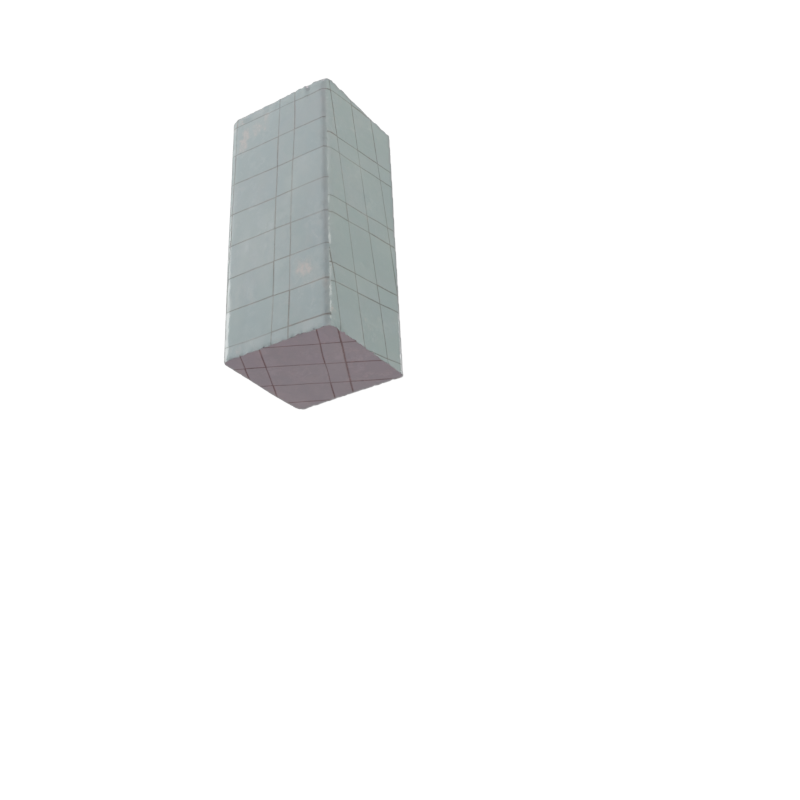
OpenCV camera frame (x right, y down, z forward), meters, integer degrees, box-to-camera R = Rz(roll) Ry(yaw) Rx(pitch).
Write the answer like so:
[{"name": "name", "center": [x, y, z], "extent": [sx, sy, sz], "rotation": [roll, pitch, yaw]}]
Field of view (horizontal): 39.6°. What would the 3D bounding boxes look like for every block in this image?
[{"name": "block", "center": [-0.063, -0.113, 0.791], "extent": [0.091, 0.220, 0.084], "rotation": [-21, -36, 28]}]
